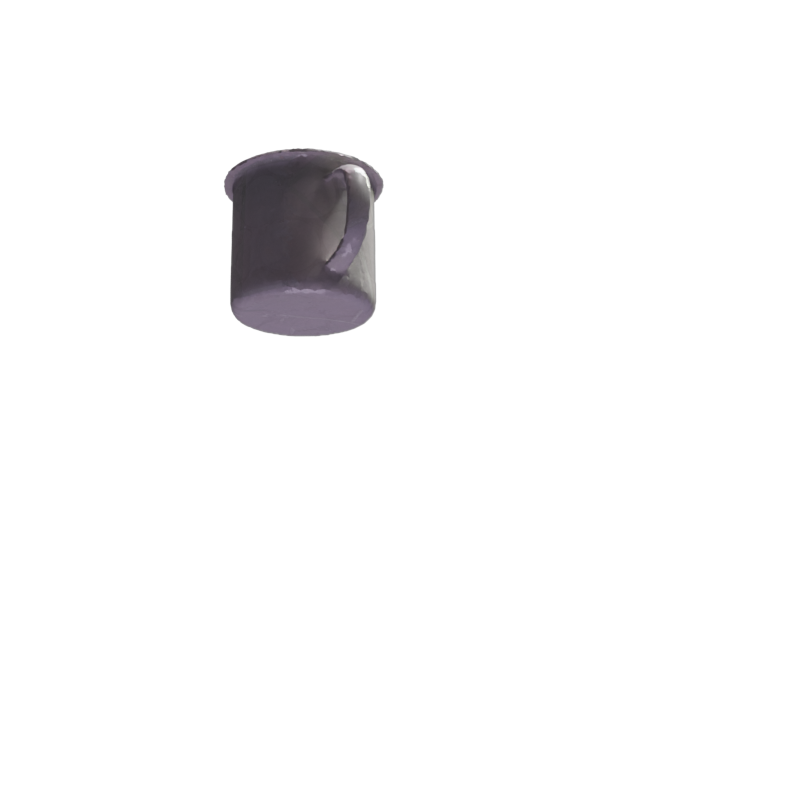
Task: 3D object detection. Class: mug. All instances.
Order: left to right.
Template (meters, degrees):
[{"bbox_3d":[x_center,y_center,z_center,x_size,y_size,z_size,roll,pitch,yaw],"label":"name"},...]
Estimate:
[{"bbox_3d":[-0.049,-0.089,0.620,0.089,0.086,0.117,11,-21,-30],"label":"mug"}]
